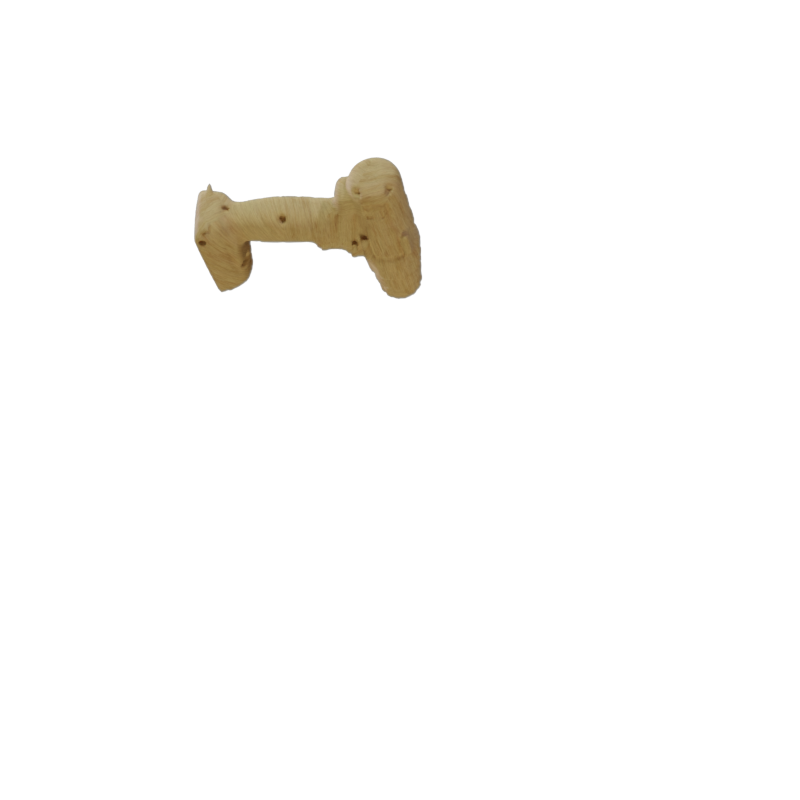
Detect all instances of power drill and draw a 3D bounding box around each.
[{"bbox_3d":[-0.077,-0.140,0.980,0.189,0.061,0.171,-5,-31,8],"label":"power drill"}]
